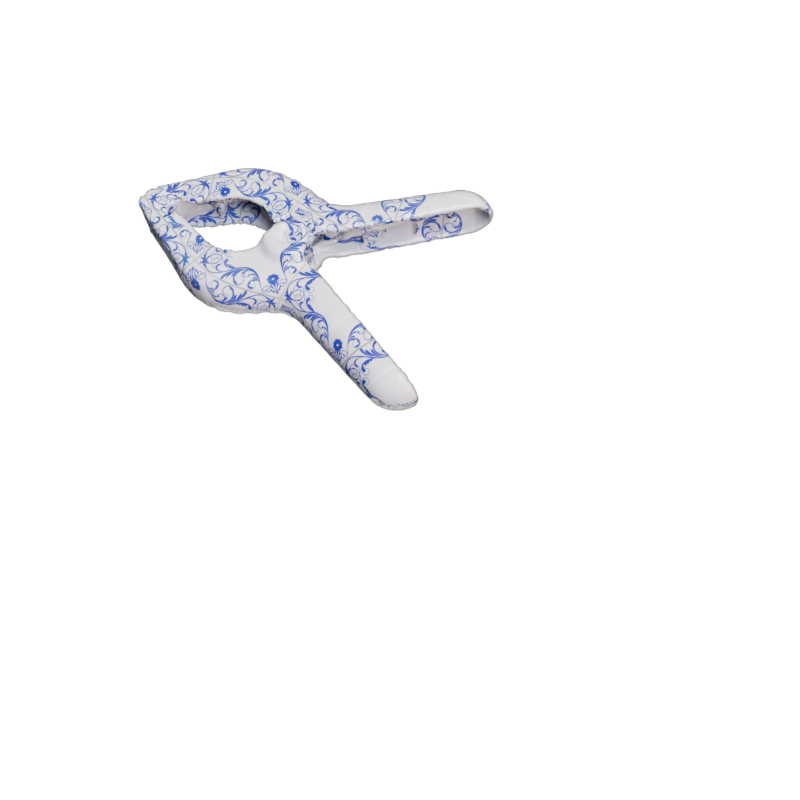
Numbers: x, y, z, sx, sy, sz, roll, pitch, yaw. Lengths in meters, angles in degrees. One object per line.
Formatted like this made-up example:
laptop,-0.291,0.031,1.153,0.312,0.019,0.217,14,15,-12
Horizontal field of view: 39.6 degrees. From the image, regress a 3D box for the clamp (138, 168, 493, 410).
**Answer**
clamp,-0.042,-0.077,0.542,0.178,0.124,0.037,26,-31,17
